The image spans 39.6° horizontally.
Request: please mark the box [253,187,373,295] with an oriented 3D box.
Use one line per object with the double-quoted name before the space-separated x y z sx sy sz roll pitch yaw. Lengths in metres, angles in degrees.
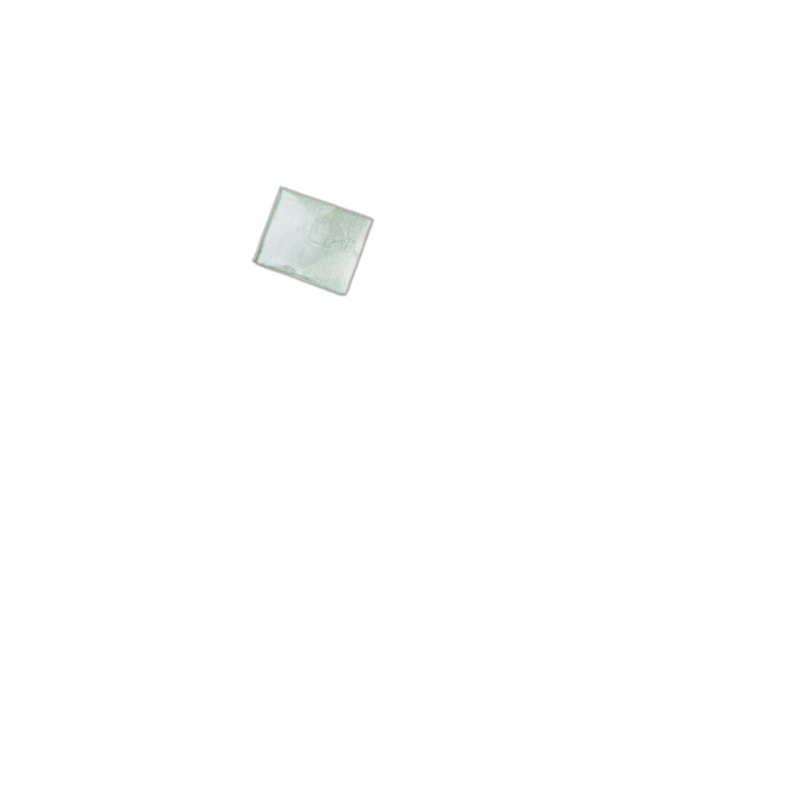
"box" -0.078 -0.142 0.997 0.089 0.073 0.030 20 -3 1
